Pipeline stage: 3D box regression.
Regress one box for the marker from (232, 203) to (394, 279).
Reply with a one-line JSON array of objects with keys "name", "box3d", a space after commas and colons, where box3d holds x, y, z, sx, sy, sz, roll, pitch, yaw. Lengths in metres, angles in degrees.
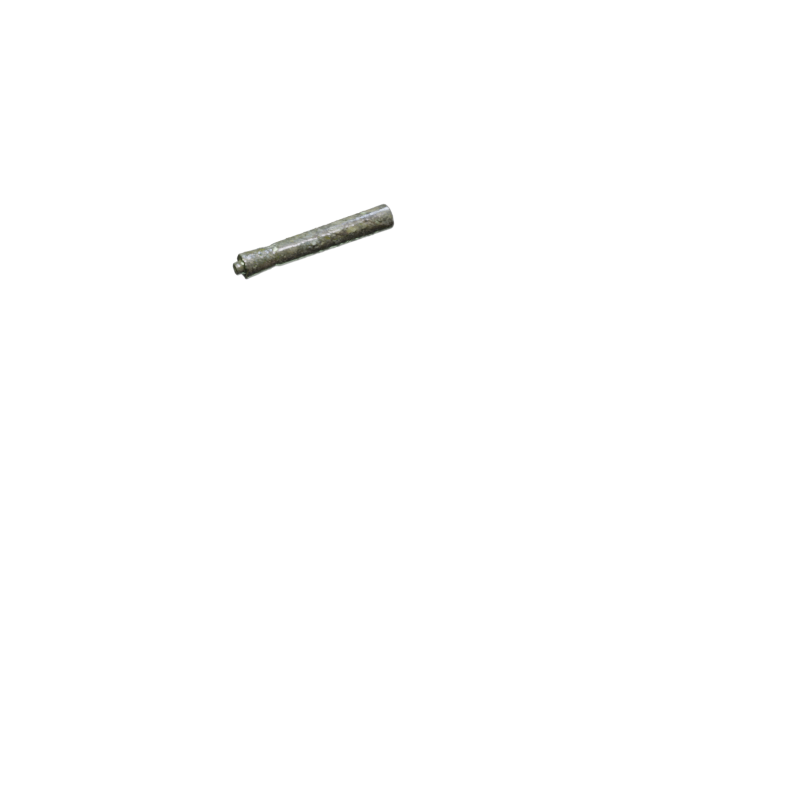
[{"name": "marker", "box3d": [-0.061, -0.112, 0.782, 0.120, 0.019, 0.020, -22, 12, -18]}]
